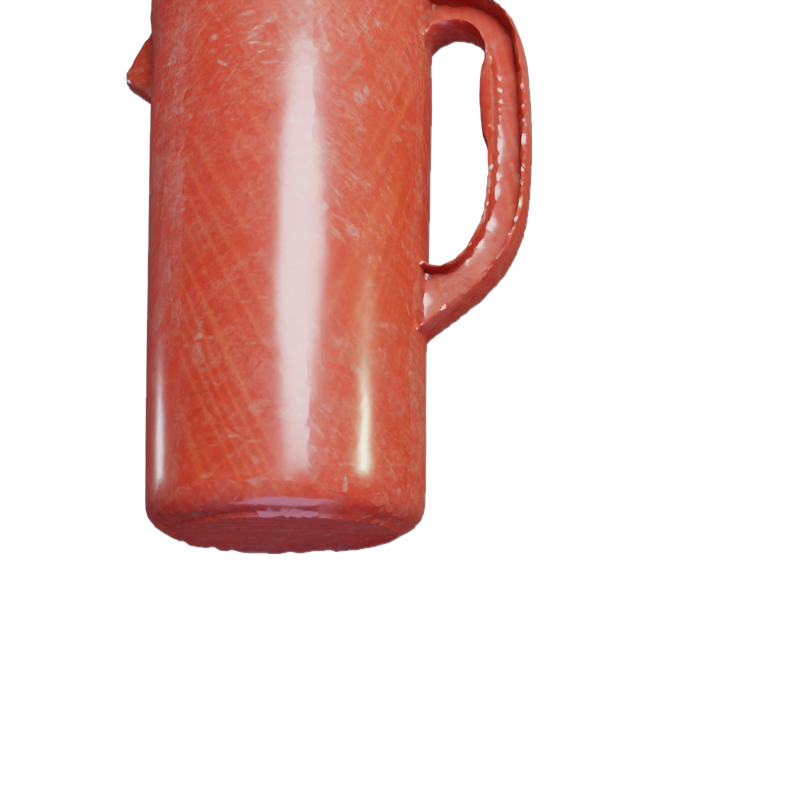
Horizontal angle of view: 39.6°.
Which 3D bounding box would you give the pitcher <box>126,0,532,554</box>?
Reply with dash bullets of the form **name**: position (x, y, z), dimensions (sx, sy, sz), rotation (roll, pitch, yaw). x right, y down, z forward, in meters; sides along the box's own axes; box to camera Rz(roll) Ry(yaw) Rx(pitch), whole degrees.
- **pitcher**: position (-0.037, -0.067, 0.468), dimensions (0.139, 0.256, 0.148), rotation (10, -24, -28)
